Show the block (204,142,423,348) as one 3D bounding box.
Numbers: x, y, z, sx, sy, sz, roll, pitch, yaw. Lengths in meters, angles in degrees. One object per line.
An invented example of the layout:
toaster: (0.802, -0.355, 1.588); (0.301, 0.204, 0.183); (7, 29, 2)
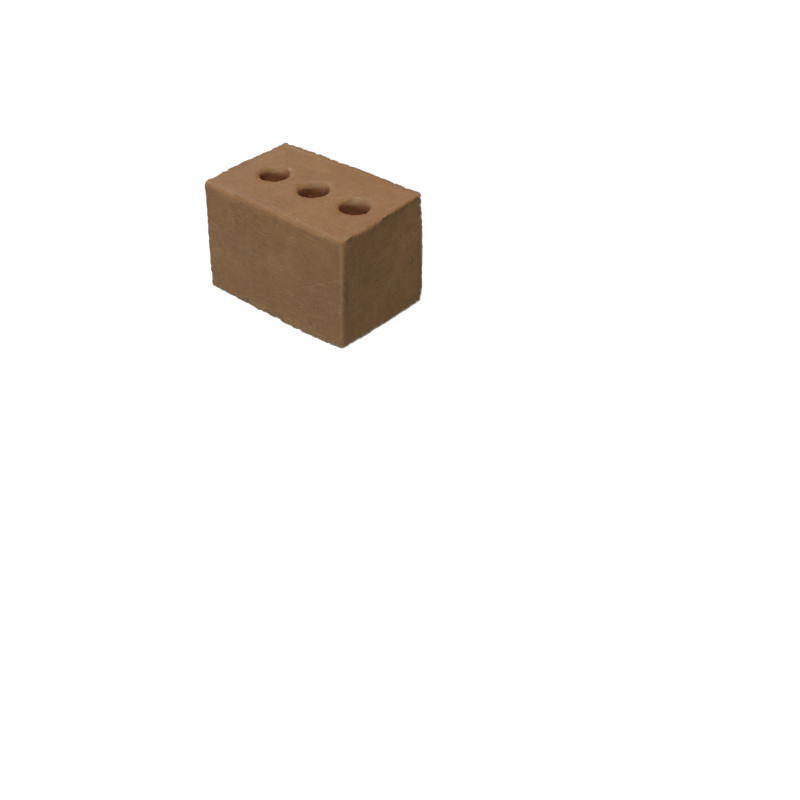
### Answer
block: (-0.036, -0.066, 0.464); (0.083, 0.048, 0.053); (26, 41, 32)
